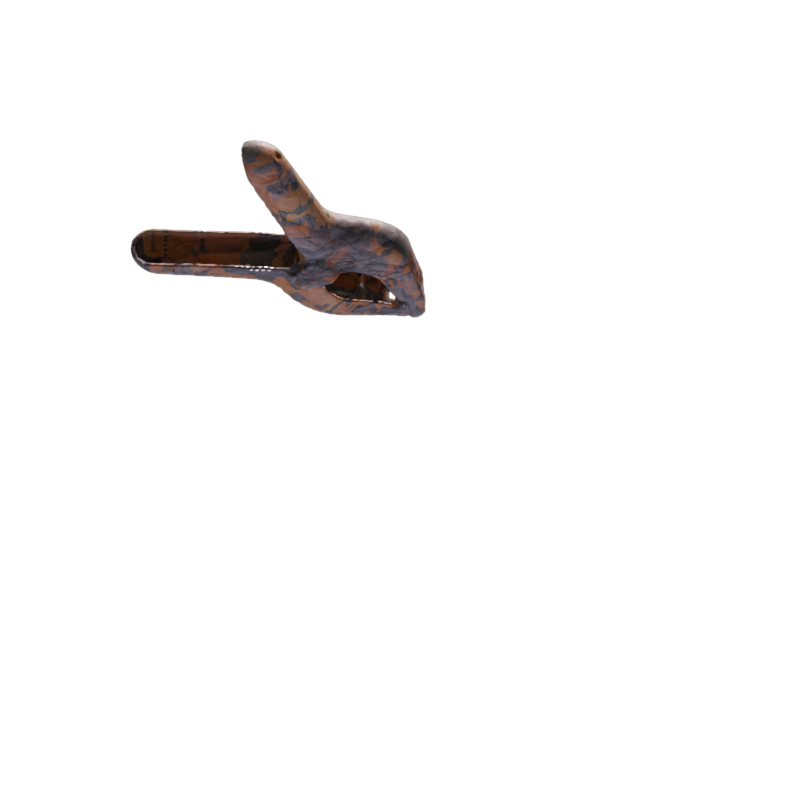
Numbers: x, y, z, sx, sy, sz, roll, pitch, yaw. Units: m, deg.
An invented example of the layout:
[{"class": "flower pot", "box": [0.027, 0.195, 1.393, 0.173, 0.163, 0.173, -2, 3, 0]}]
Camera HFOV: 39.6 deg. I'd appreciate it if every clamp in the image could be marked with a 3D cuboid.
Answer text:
[{"class": "clamp", "box": [-0.047, -0.086, 0.604, 0.164, 0.041, 0.119, 11, -22, -29]}]
